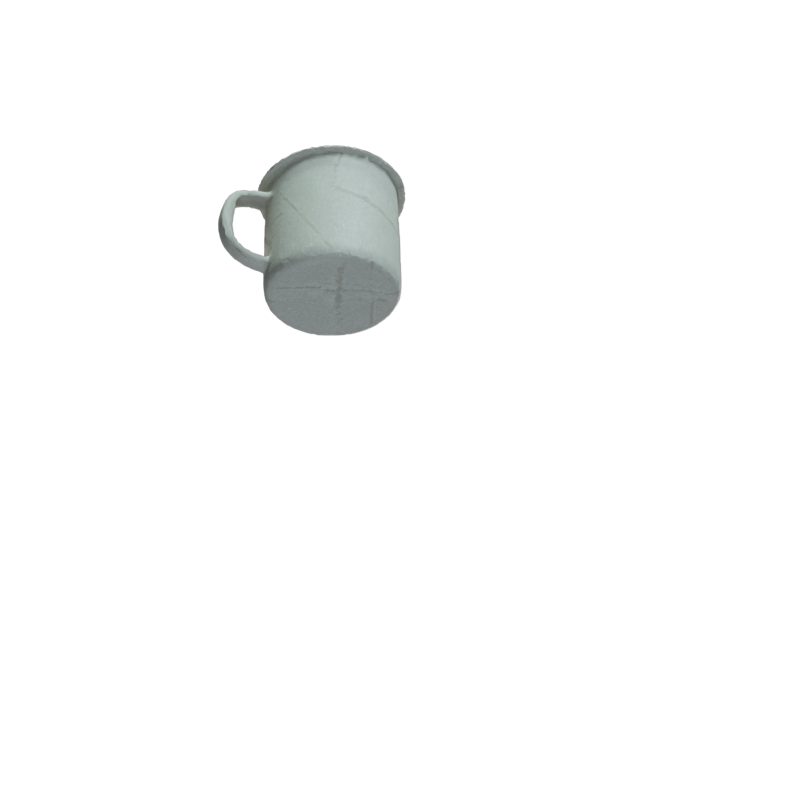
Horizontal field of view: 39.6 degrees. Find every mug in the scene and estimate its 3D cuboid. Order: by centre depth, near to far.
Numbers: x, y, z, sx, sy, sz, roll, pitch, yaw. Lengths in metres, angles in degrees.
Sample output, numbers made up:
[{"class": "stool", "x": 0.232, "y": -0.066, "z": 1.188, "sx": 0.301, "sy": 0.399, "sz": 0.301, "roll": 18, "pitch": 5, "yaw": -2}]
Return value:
[{"class": "mug", "x": -0.052, "y": -0.095, "z": 0.668, "sx": 0.114, "sy": 0.087, "sz": 0.089, "roll": 12, "pitch": -39, "yaw": -18}]
